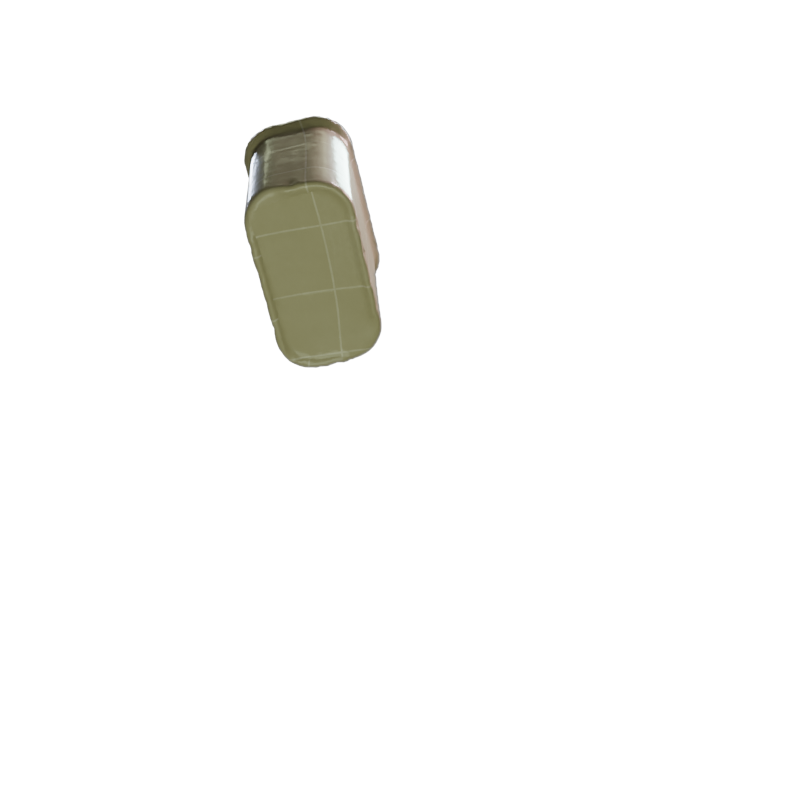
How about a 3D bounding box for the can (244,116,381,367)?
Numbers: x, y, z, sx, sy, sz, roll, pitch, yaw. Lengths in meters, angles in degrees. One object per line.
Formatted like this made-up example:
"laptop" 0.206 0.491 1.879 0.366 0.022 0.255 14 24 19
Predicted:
"can" -0.043 -0.079 0.554 0.058 0.096 0.089 -12 28 4
